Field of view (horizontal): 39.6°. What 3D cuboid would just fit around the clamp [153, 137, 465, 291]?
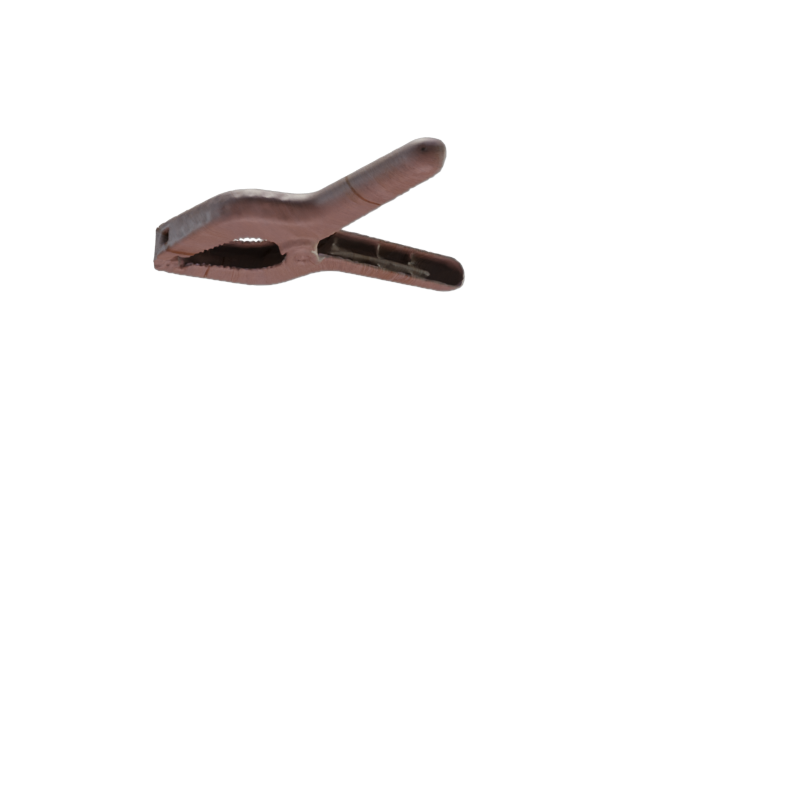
[{"bbox_3d":[-0.058,-0.105,0.736,0.213,0.039,0.153,-7,-27,14],"label":"clamp"}]
